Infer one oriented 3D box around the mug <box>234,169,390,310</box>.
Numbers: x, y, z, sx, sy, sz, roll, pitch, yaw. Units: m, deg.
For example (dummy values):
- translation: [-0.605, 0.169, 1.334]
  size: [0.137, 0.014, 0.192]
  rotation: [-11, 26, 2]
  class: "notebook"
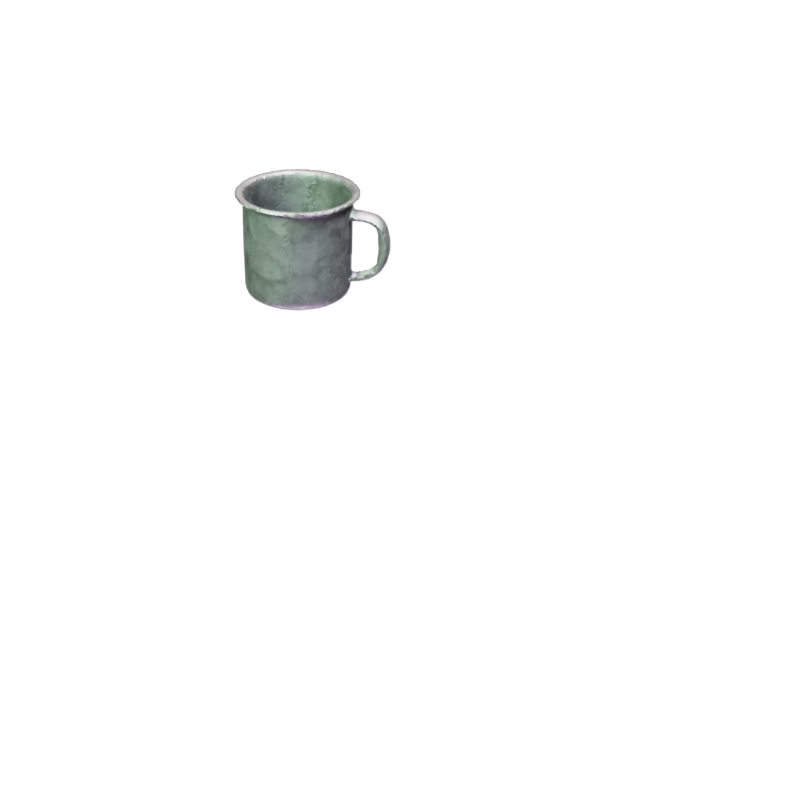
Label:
- translation: [-0.065, -0.119, 0.832]
  size: [0.119, 0.077, 0.097]
  rotation: [6, 29, 9]
  class: "mug"
